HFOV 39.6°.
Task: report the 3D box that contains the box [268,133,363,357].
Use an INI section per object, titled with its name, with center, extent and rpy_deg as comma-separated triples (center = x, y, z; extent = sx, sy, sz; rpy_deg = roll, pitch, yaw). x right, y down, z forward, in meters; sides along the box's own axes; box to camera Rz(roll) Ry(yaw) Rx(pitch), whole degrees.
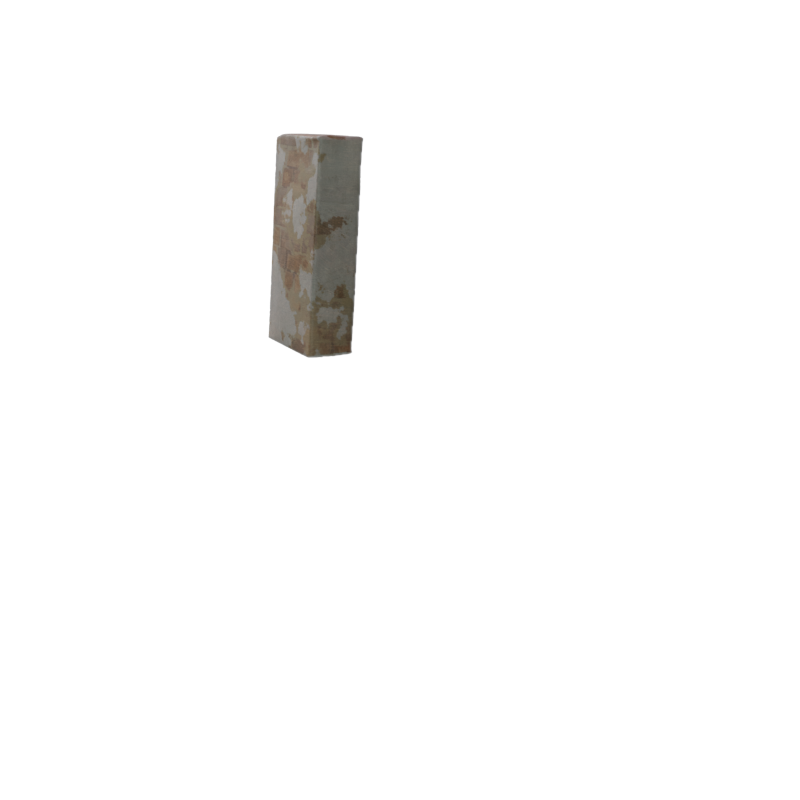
[box]
center = -0.072, -0.130, 0.910
extent = 0.047, 0.173, 0.098
rpy_deg = -3, 8, -27
